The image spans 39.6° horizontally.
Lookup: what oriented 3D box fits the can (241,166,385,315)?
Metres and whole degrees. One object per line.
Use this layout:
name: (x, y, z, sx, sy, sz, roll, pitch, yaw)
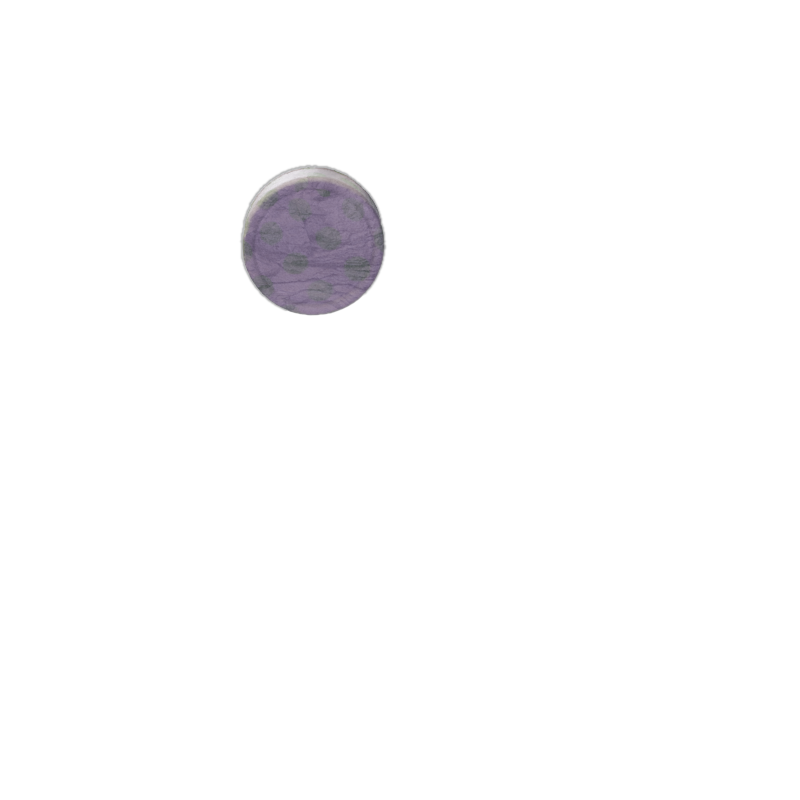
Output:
can: (-0.052, -0.095, 0.664, 0.086, 0.083, 0.035, 0, 15, -1)
